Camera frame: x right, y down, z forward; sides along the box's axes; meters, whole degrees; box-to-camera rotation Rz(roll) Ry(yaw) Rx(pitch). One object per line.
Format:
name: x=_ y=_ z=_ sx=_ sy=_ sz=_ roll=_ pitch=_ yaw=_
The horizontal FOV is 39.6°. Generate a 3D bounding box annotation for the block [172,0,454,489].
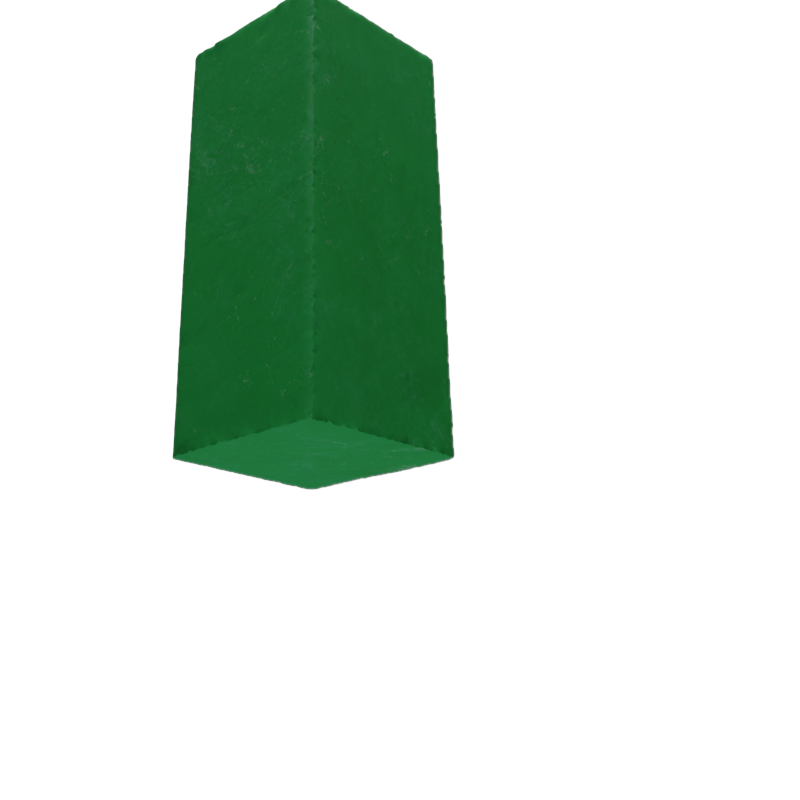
block: x=-0.041 y=-0.074 z=0.520 sx=0.091 sy=0.217 sz=0.085 roll=-21 pitch=-30 yaw=38
